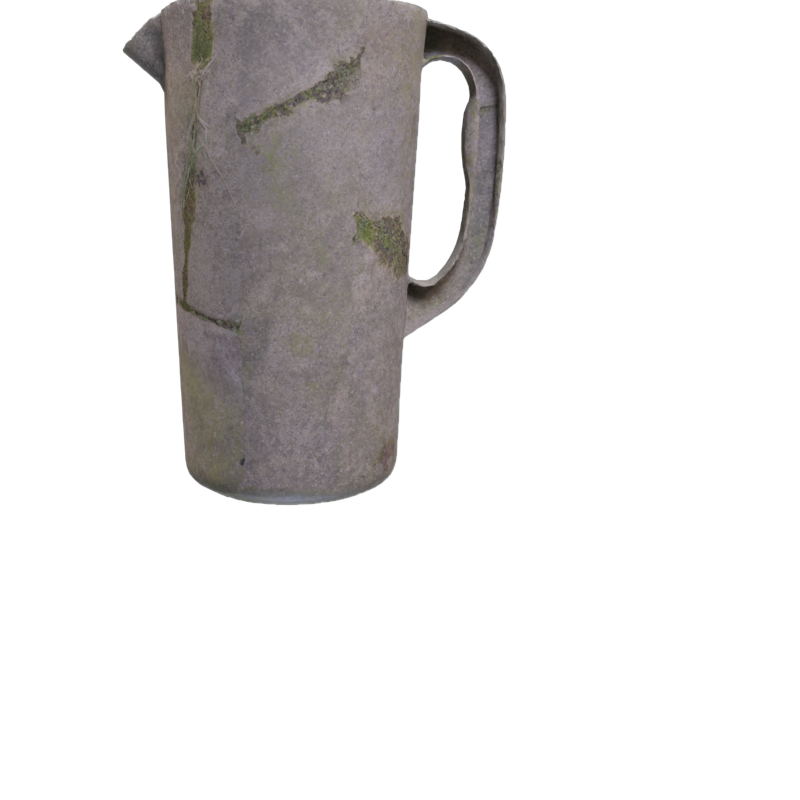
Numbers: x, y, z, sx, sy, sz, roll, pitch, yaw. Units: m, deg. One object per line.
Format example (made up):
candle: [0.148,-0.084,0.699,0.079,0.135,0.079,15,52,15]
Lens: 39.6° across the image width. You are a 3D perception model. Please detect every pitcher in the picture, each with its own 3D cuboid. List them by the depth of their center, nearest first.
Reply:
pitcher: [-0.044,-0.080,0.557,0.156,0.240,0.141,6,9,39]
